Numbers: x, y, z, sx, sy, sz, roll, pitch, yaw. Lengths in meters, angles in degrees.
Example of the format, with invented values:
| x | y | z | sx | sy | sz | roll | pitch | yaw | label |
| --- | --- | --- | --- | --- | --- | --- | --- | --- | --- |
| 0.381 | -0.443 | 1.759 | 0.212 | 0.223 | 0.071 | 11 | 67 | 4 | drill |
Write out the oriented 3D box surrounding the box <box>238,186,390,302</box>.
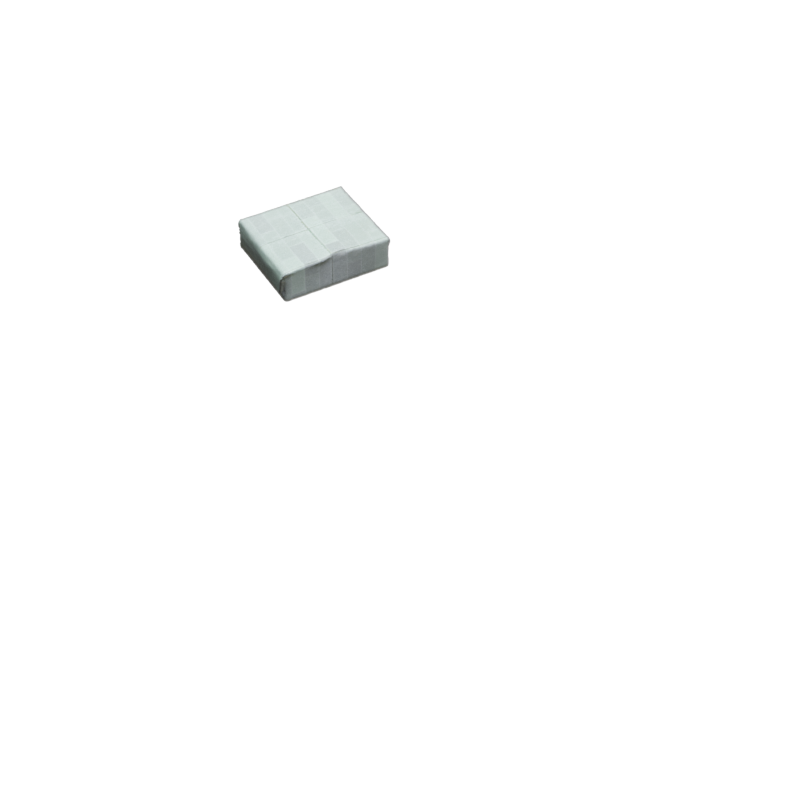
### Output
| x | y | z | sx | sy | sz | roll | pitch | yaw | label |
| --- | --- | --- | --- | --- | --- | --- | --- | --- | --- |
| -0.064 | -0.116 | 0.810 | 0.088 | 0.028 | 0.079 | -21 | 47 | -21 | box |
